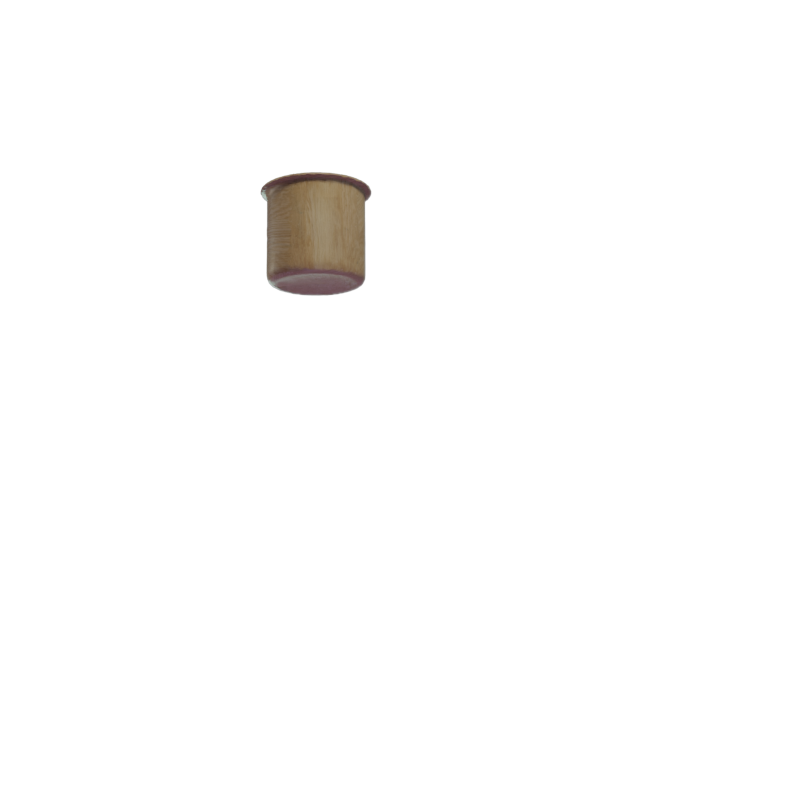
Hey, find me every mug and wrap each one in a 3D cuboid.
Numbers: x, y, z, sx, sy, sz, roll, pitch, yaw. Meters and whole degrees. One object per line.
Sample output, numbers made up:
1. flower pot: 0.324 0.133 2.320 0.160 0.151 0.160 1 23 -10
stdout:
1. mug: -0.073 -0.133 0.931 0.091 0.085 0.115 3 -13 -14
